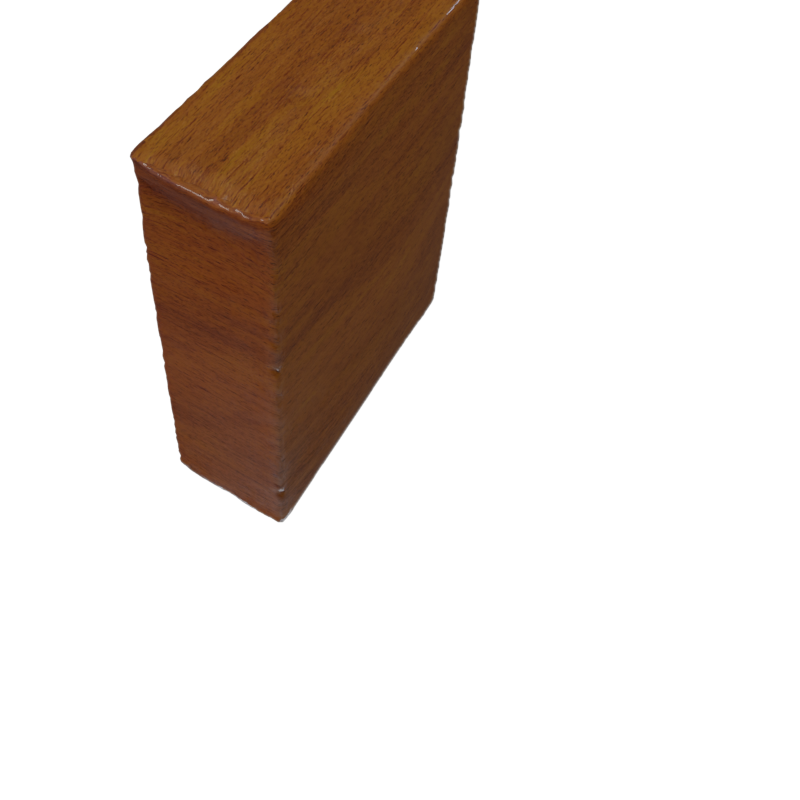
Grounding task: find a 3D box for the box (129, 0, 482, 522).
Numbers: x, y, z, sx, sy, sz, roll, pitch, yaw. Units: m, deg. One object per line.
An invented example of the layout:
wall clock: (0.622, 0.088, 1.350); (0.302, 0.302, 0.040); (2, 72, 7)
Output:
box: (-0.039, -0.072, 0.503); (0.074, 0.169, 0.199); (25, -35, 14)
